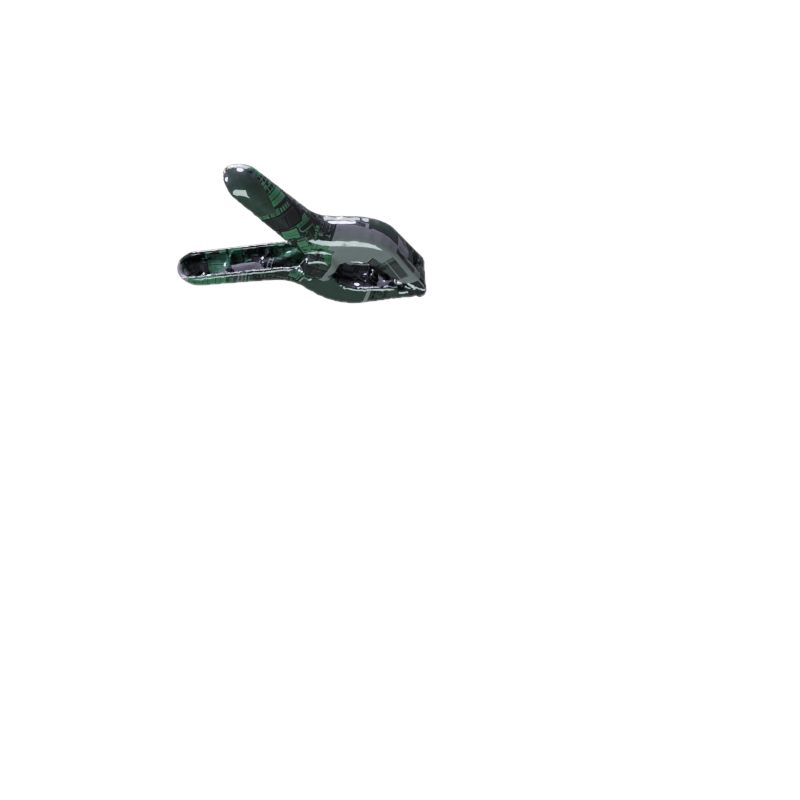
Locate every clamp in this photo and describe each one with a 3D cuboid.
[{"bbox_3d":[-0.058,-0.106,0.746,0.168,0.042,0.115,6,-26,-12],"label":"clamp"}]
